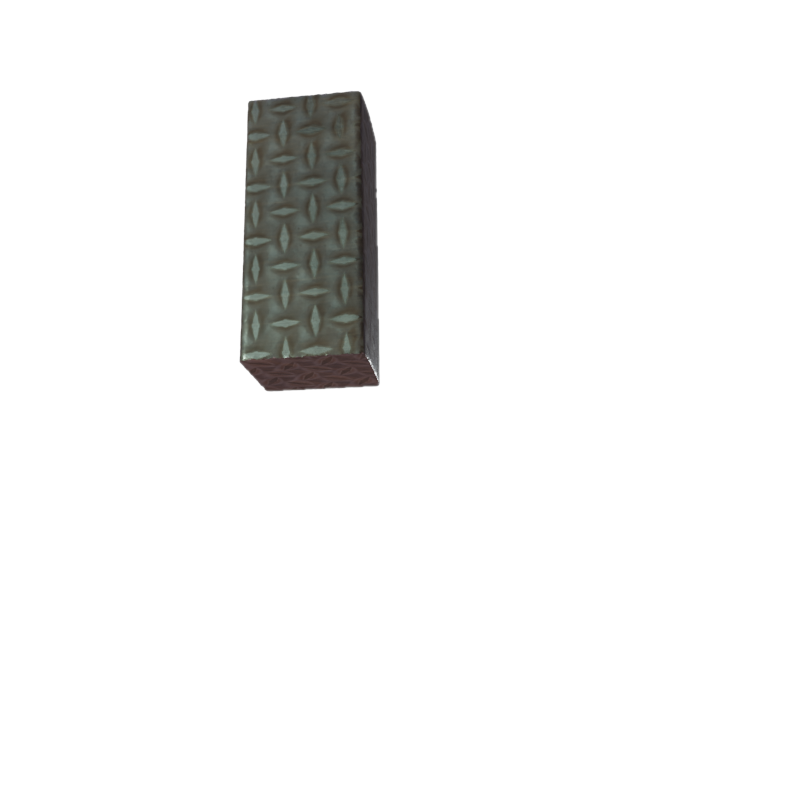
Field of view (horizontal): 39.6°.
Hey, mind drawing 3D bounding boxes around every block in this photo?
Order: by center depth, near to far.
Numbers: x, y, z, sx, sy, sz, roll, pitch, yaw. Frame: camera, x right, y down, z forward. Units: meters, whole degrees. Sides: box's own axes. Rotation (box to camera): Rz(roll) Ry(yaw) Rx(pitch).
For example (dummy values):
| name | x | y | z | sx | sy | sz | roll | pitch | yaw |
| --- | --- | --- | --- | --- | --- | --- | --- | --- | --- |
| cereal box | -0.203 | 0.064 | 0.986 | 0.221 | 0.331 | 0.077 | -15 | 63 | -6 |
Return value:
| name | x | y | z | sx | sy | sz | roll | pitch | yaw |
| --- | --- | --- | --- | --- | --- | --- | --- | --- | --- |
| block | -0.065 | -0.120 | 0.840 | 0.091 | 0.216 | 0.085 | -4 | -21 | 8 |
